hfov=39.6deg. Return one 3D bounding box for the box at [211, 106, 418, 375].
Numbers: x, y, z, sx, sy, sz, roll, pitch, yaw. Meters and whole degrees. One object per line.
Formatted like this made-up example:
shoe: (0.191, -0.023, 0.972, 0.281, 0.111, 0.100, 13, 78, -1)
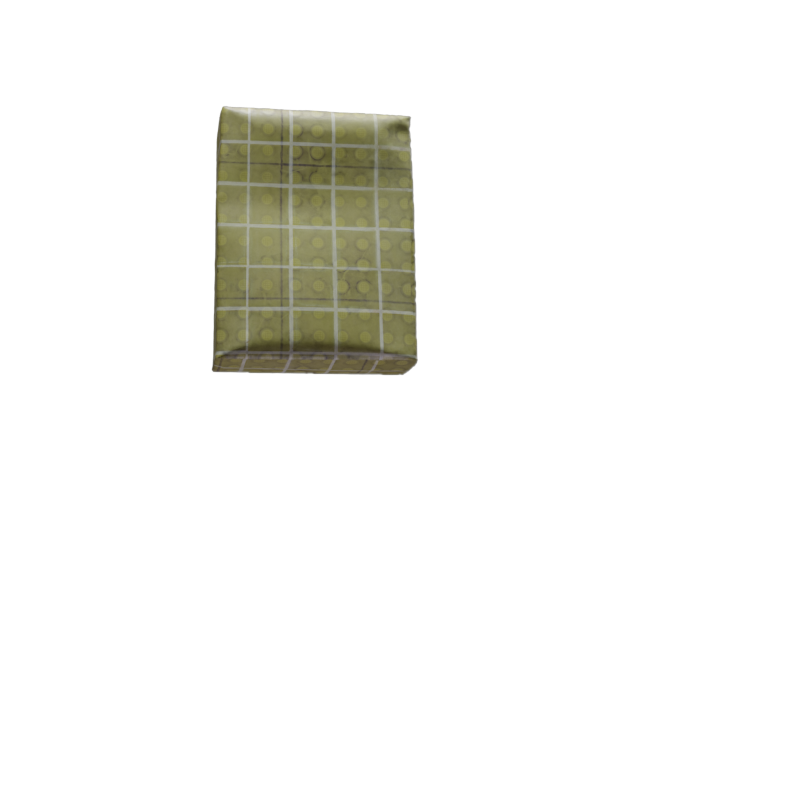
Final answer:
box: (-0.072, -0.131, 0.918, 0.162, 0.222, 0.070, 1, -15, -8)
